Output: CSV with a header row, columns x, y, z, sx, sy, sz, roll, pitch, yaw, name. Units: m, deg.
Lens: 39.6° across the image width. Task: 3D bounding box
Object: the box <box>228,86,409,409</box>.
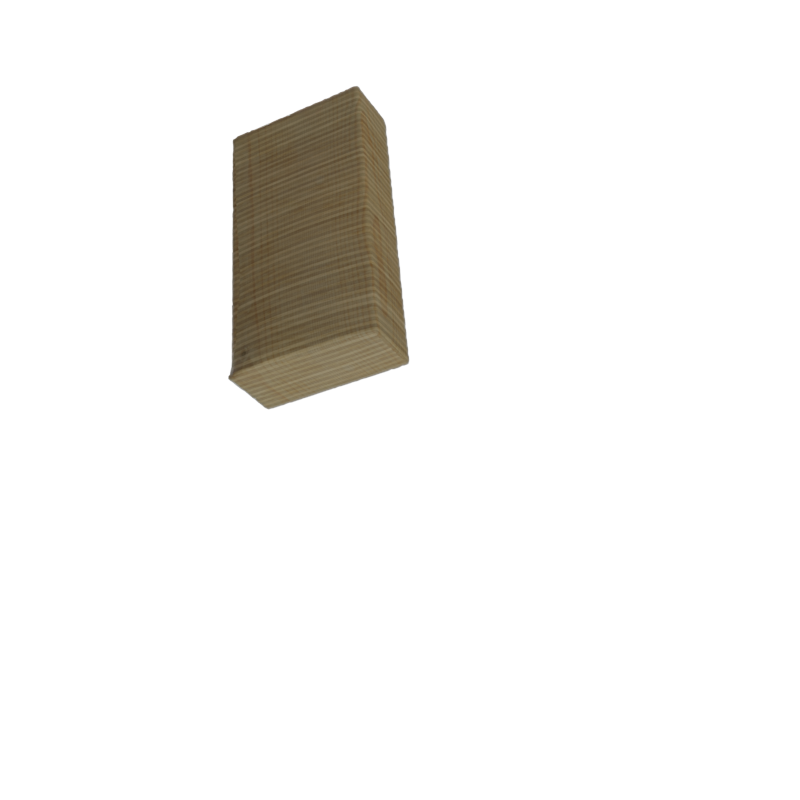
x,y,z,sx,sy,sz,roll,pitch,yaw,name
-0.050,-0.091,0.639,0.094,0.189,0.044,-19,-39,21,box
